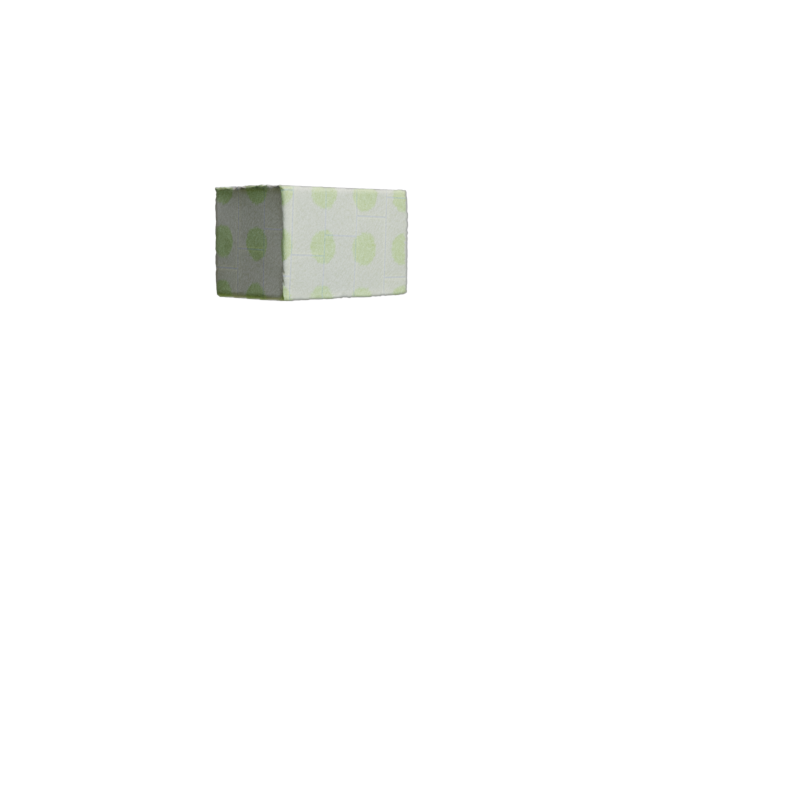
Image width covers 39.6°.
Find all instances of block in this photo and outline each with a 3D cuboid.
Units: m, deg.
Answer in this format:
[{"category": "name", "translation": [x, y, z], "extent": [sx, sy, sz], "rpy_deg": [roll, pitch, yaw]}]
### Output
[{"category": "block", "translation": [-0.041, -0.074, 0.519], "extent": [0.075, 0.051, 0.055], "rpy_deg": [-5, 7, -43]}]
